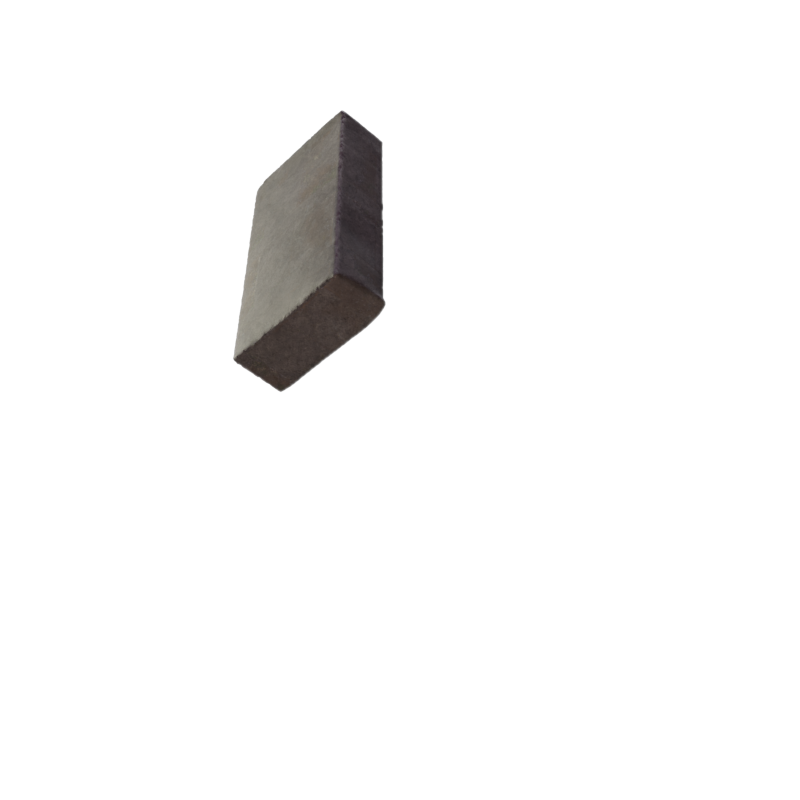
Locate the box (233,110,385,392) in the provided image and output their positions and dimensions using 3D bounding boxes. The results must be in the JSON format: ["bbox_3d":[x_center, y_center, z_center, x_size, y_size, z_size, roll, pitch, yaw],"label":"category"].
[{"bbox_3d":[-0.055,-0.100,0.699,0.045,0.189,0.092,35,-58,-31],"label":"box"}]
